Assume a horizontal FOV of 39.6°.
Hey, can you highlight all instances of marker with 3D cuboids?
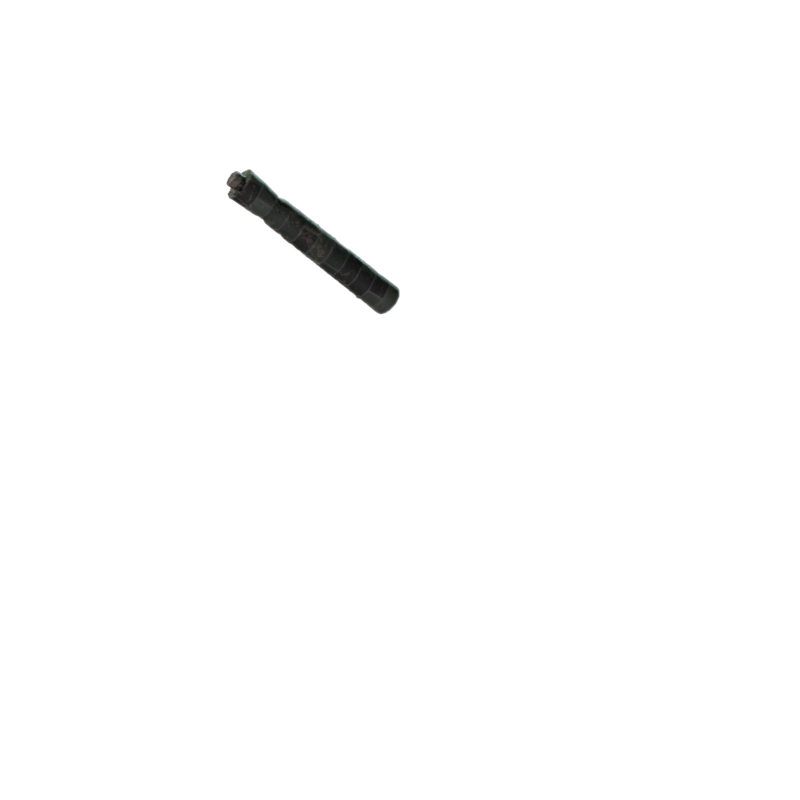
[{"bbox_3d":[-0.048,-0.087,0.608,0.114,0.020,0.020,36,-16,-27],"label":"marker"}]
